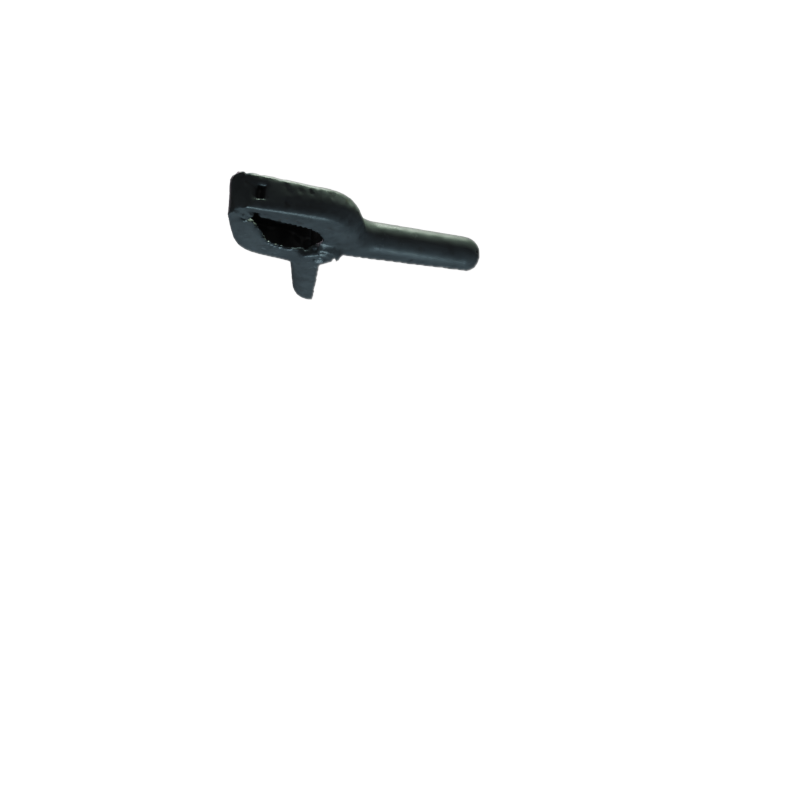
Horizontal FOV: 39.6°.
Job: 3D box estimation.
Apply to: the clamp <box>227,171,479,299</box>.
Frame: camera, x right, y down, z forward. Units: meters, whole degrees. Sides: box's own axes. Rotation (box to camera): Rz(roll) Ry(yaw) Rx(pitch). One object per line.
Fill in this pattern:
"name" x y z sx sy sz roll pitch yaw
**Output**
"clamp" -0.064 -0.117 0.817 0.168 0.038 0.198 -11 -17 38
